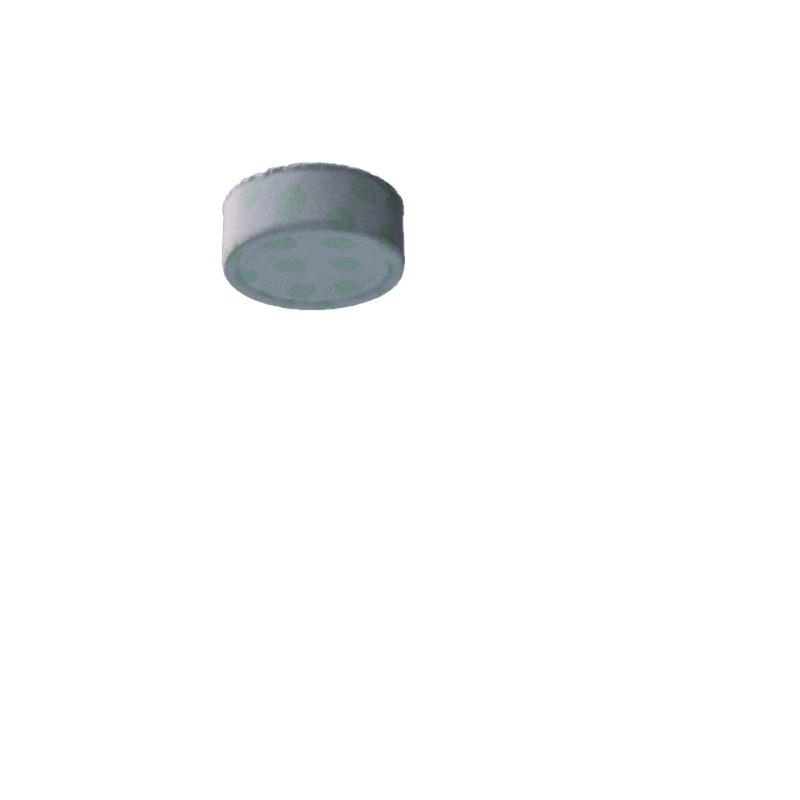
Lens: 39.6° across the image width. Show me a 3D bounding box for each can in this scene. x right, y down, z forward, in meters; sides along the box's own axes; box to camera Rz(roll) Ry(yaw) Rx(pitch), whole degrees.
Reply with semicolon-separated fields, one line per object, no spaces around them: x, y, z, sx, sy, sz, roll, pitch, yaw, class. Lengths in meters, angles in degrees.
-0.040;-0.074;0.515;0.086;0.035;0.081;1;-23;-2;can
